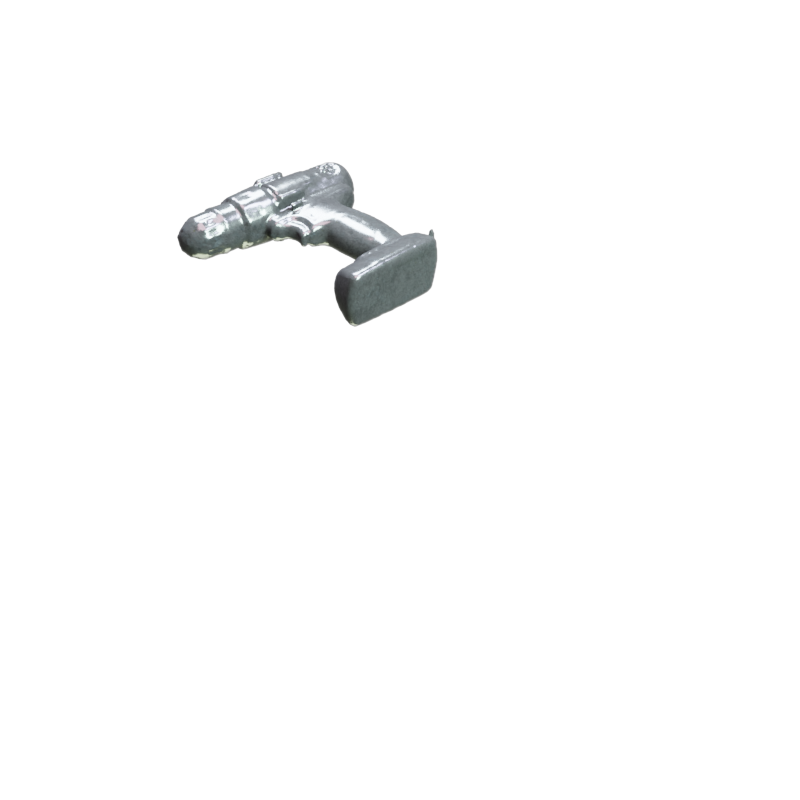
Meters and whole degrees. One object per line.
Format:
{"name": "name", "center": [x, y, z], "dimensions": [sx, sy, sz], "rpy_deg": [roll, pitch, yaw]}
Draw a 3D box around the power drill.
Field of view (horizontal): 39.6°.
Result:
{"name": "power drill", "center": [-0.076, -0.138, 0.968], "dimensions": [0.184, 0.054, 0.201], "rpy_deg": [-28, 48, -30]}
